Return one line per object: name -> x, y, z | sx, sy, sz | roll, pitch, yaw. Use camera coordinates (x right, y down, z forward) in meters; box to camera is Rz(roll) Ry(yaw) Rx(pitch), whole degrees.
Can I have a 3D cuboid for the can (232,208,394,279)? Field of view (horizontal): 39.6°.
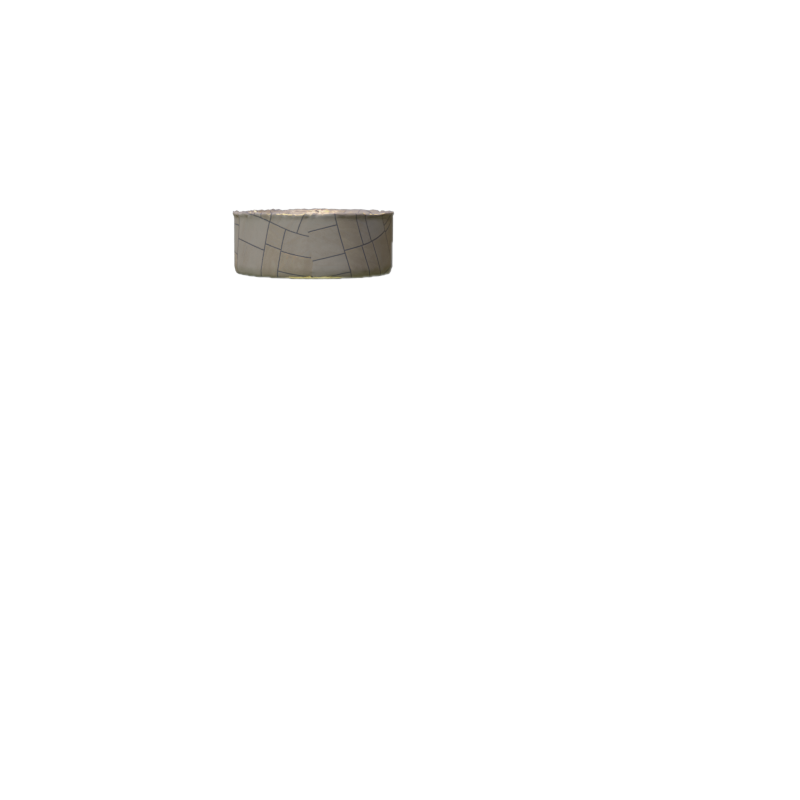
can -> -0.046, -0.084, 0.590 | 0.086, 0.033, 0.087 | 0, 10, -2
